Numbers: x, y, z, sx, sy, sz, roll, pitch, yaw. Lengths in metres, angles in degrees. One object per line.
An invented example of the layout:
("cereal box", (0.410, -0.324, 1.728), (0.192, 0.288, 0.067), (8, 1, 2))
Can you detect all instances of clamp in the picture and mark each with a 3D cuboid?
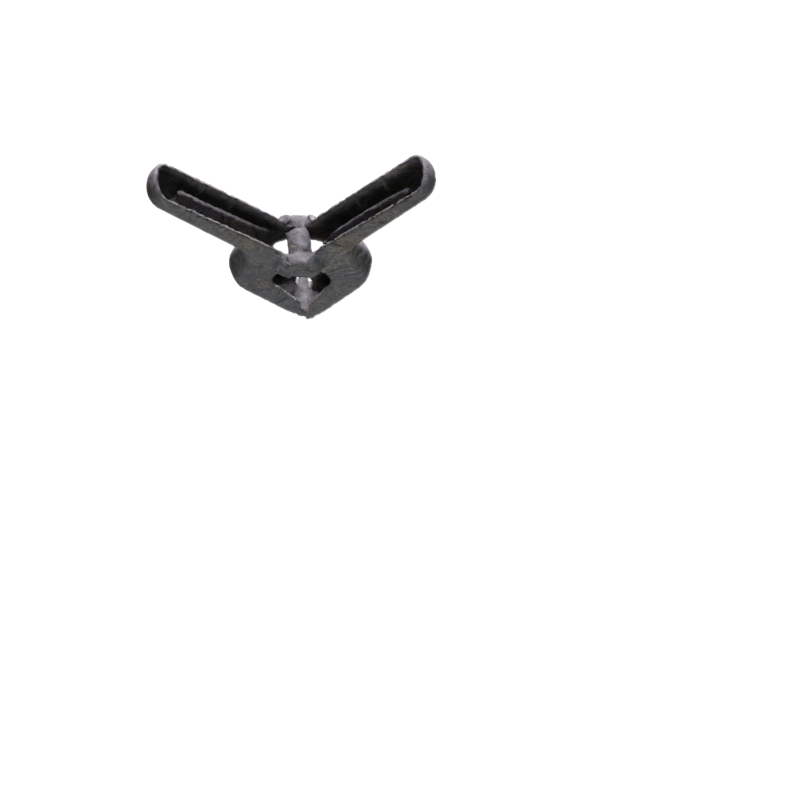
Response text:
("clamp", (-0.056, -0.101, 0.709), (0.166, 0.038, 0.199), (-2, -17, 6))
